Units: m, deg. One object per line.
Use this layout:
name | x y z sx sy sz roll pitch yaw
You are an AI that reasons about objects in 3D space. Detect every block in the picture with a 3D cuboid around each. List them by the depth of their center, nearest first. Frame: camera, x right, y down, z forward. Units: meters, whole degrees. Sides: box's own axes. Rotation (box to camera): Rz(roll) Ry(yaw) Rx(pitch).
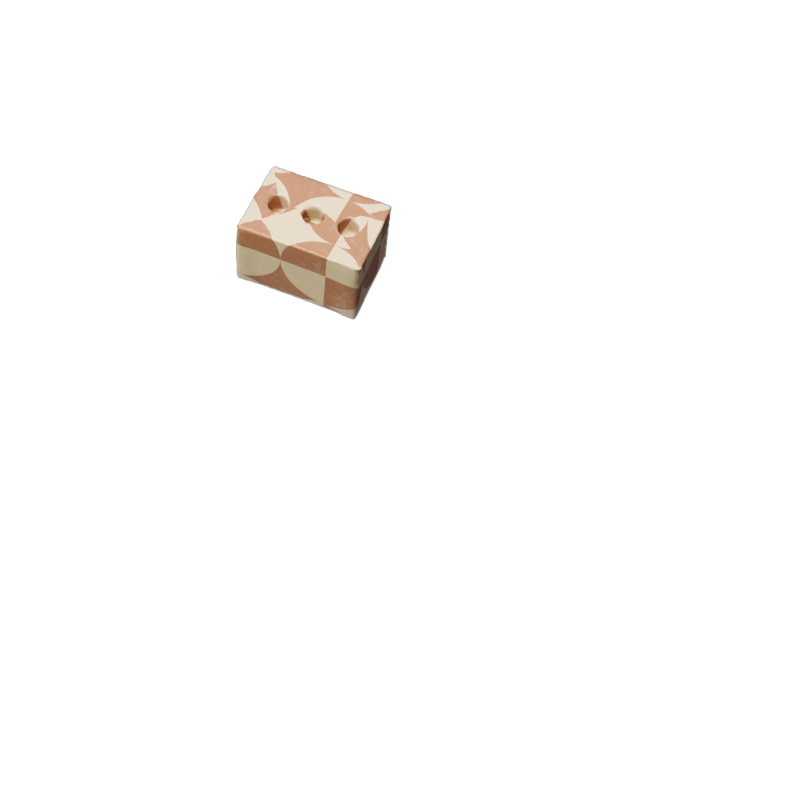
block | -0.051 -0.093 0.648 0.080 0.055 0.048 20 -32 12
